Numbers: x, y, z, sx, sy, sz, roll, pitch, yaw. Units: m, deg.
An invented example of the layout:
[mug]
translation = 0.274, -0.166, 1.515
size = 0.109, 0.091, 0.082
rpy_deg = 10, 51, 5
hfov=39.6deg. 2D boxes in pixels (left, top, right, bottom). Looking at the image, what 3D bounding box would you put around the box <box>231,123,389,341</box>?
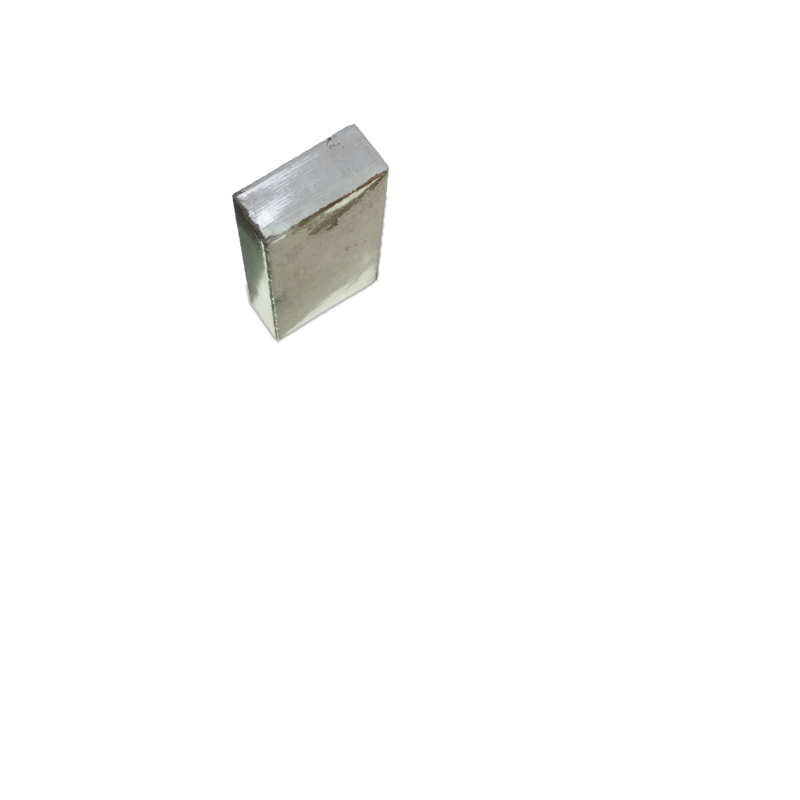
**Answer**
[box]
translation = -0.058, -0.106, 0.744
size = 0.093, 0.050, 0.169
rpy_deg = -33, -11, -12
